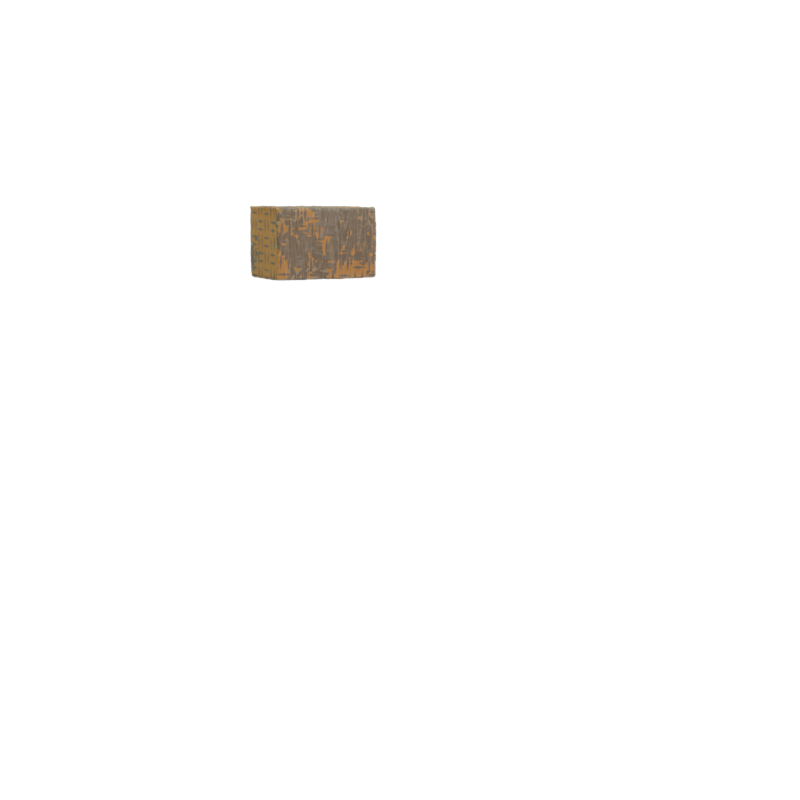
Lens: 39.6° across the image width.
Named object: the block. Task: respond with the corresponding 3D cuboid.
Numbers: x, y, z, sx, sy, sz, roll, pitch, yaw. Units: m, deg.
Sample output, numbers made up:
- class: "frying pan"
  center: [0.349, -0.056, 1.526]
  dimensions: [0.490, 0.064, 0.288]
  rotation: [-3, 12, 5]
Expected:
- class: "block"
  center: [-0.062, -0.112, 0.788]
  dimensions: [0.076, 0.051, 0.055]
  rotation: [-3, 7, -26]
